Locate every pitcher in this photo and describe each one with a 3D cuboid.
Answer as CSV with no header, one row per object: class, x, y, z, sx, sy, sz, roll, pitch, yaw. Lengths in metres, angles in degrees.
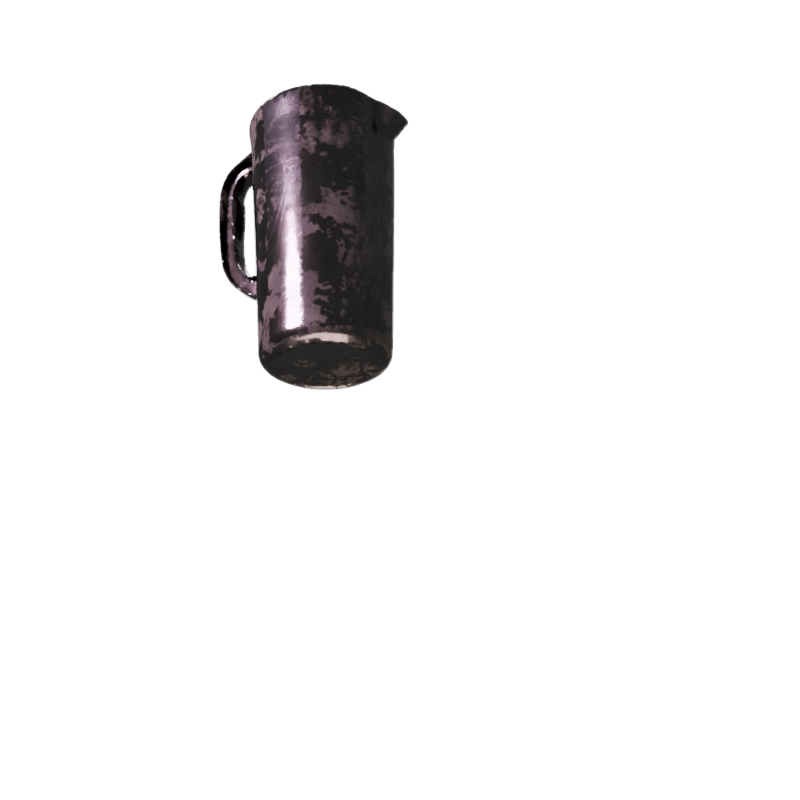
pitcher,-0.074,-0.135,0.949,0.142,0.259,0.143,7,-30,-16
